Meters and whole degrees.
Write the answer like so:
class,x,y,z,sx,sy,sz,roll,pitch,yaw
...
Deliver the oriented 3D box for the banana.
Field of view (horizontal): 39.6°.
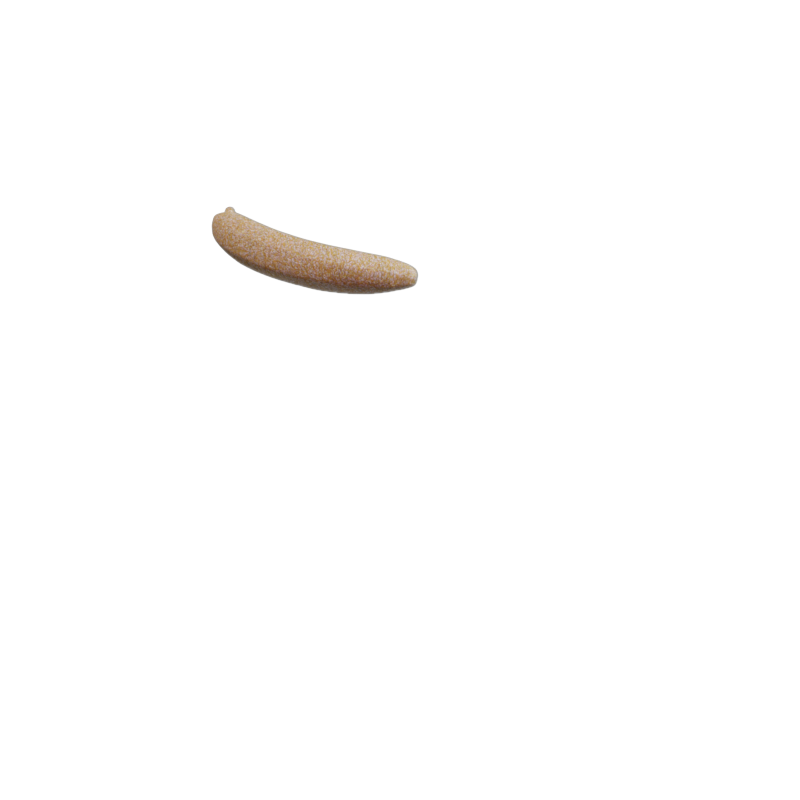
class,x,y,z,sx,sy,sz,roll,pitch,yaw
banana,-0.084,-0.121,0.898,0.208,0.034,0.070,24,43,27
